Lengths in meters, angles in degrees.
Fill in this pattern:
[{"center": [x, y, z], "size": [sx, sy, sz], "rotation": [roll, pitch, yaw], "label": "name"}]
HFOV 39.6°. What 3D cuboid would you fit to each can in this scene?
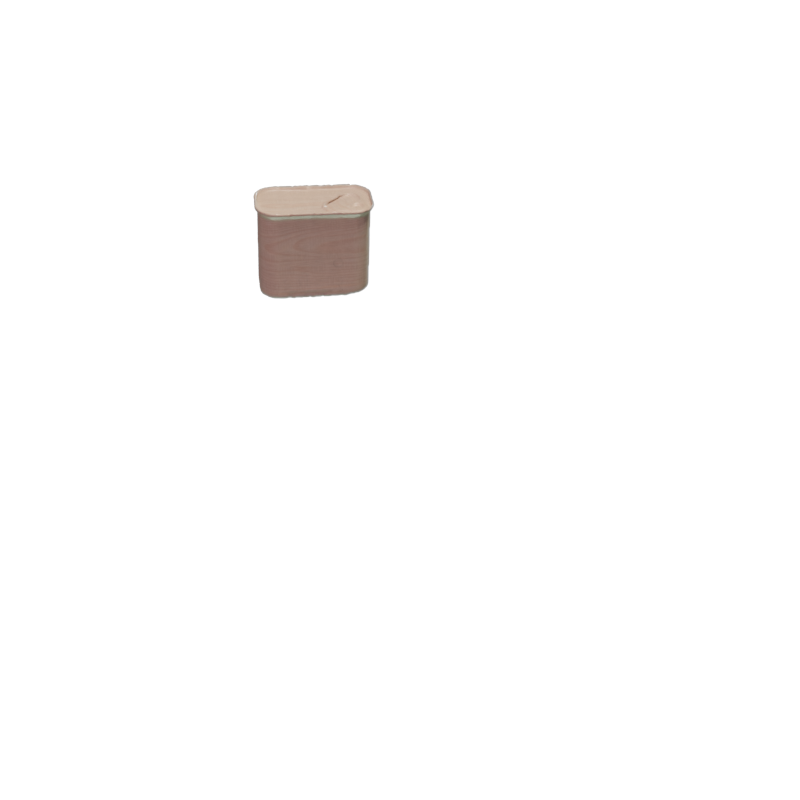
[{"center": [-0.076, -0.138, 0.967], "size": [0.101, 0.079, 0.061], "rotation": [-3, 31, -6], "label": "can"}]
